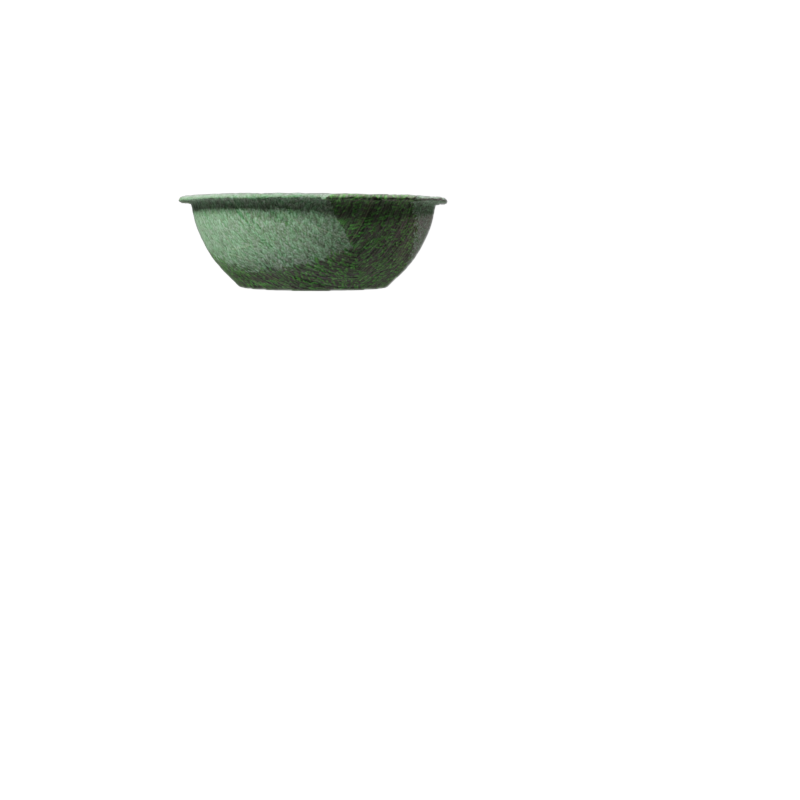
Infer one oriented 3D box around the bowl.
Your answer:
[{"bbox_3d":[-0.053,-0.096,0.672,0.162,0.054,0.164,0,8,-2],"label":"bowl"}]
